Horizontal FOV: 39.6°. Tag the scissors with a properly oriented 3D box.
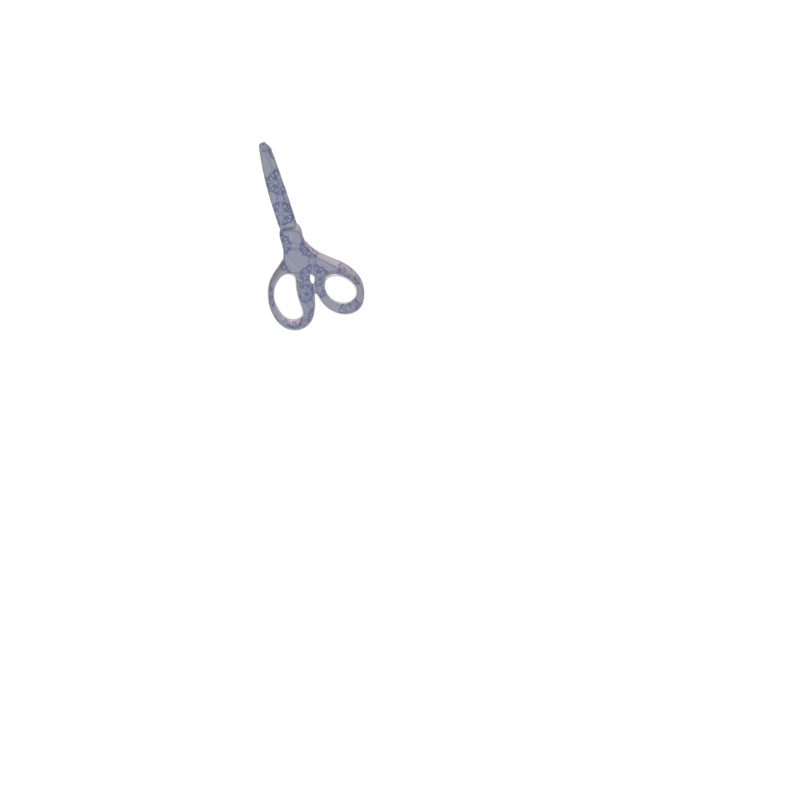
[{"bbox_3d":[-0.075,-0.137,0.961,0.096,0.189,0.017,3,42,-3],"label":"scissors"}]
